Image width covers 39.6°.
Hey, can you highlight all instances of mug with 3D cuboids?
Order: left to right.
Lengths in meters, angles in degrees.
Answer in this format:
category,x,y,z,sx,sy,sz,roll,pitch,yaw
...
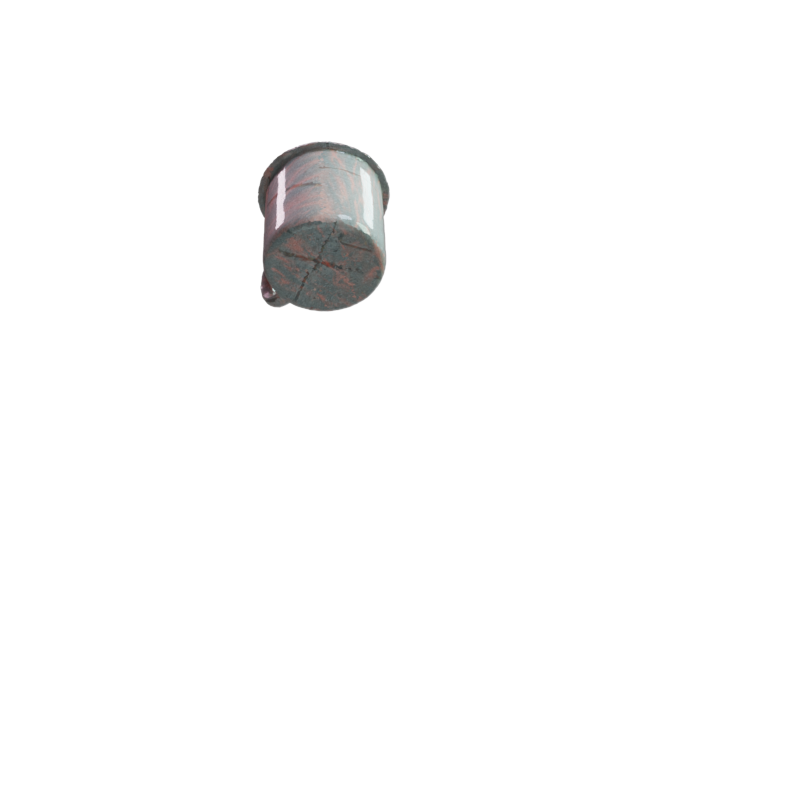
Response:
category,x,y,z,sx,sy,sz,roll,pitch,yaw
mug,-0.059,-0.108,0.759,0.088,0.087,0.115,31,-55,-27
